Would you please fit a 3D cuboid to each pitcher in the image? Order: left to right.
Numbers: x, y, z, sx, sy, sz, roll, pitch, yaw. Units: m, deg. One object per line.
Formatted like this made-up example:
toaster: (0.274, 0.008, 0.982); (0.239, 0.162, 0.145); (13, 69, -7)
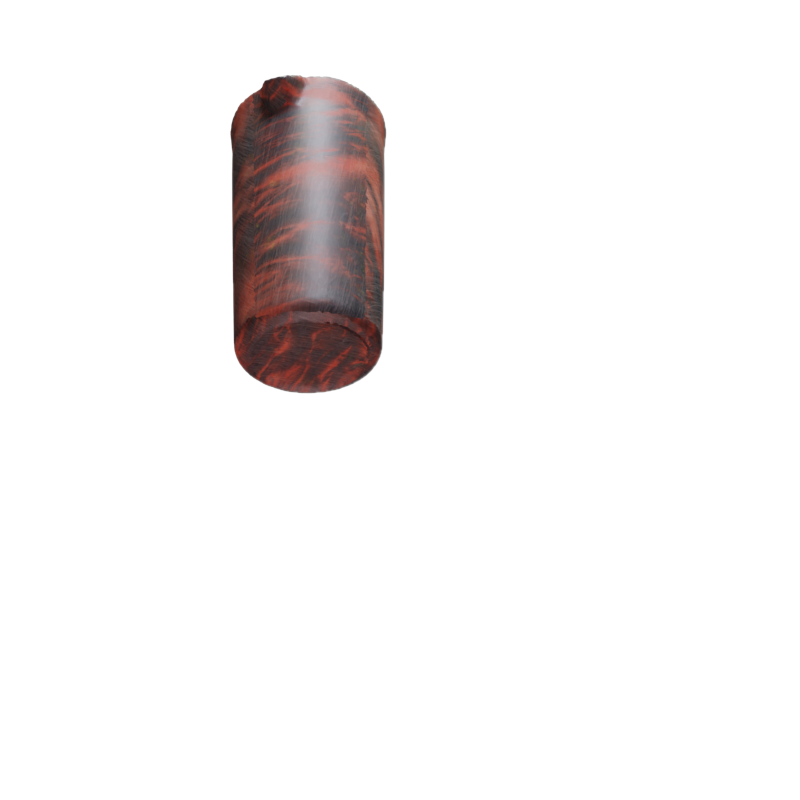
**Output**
pitcher: (-0.069, -0.126, 0.882); (0.143, 0.261, 0.141); (18, -42, -24)
